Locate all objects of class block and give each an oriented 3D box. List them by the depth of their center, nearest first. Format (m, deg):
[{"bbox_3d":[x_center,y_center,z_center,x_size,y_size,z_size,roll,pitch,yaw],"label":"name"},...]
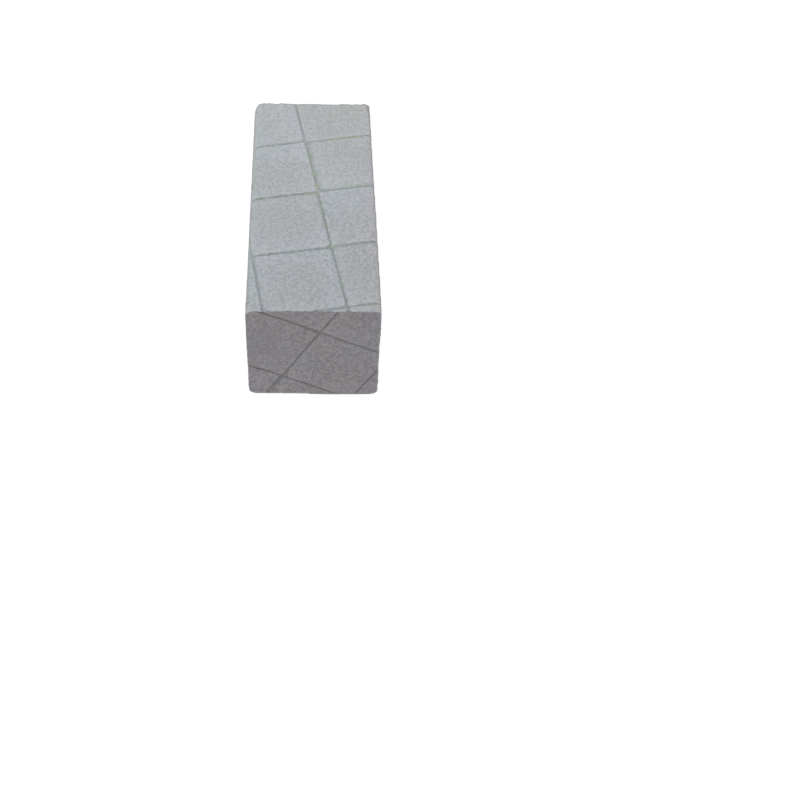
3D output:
[{"bbox_3d":[-0.063,-0.114,0.802,0.090,0.221,0.085,-1,-40,-3],"label":"block"}]
